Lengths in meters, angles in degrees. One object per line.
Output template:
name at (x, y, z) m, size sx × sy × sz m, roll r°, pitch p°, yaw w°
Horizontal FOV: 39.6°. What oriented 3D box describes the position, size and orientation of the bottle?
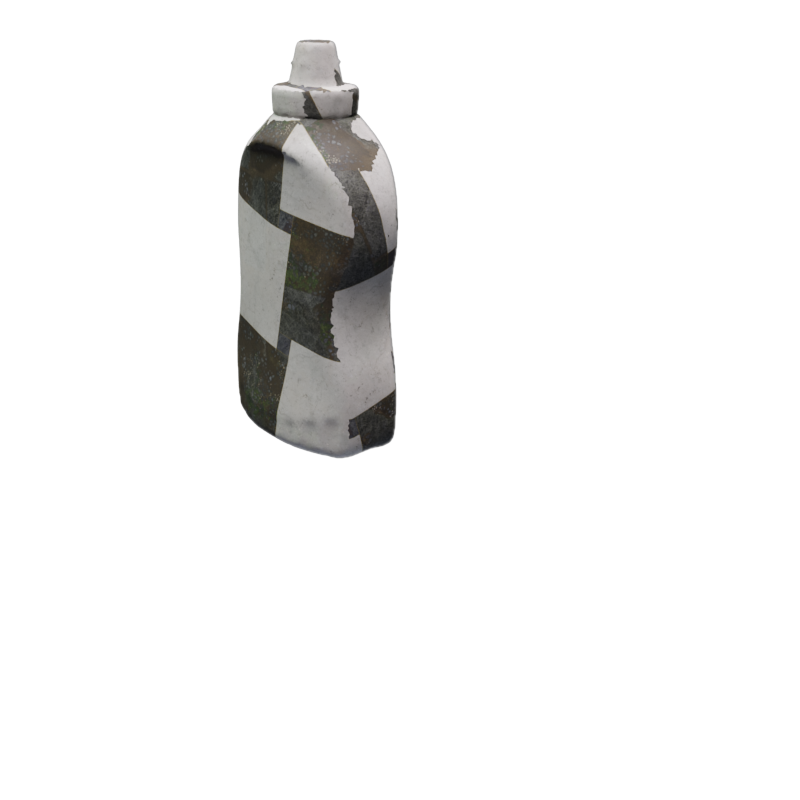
bottle at (-0.042, -0.077, 0.536) m, size 0.057 × 0.185 × 0.102 m, roll -11°, pitch 20°, yaw -35°
